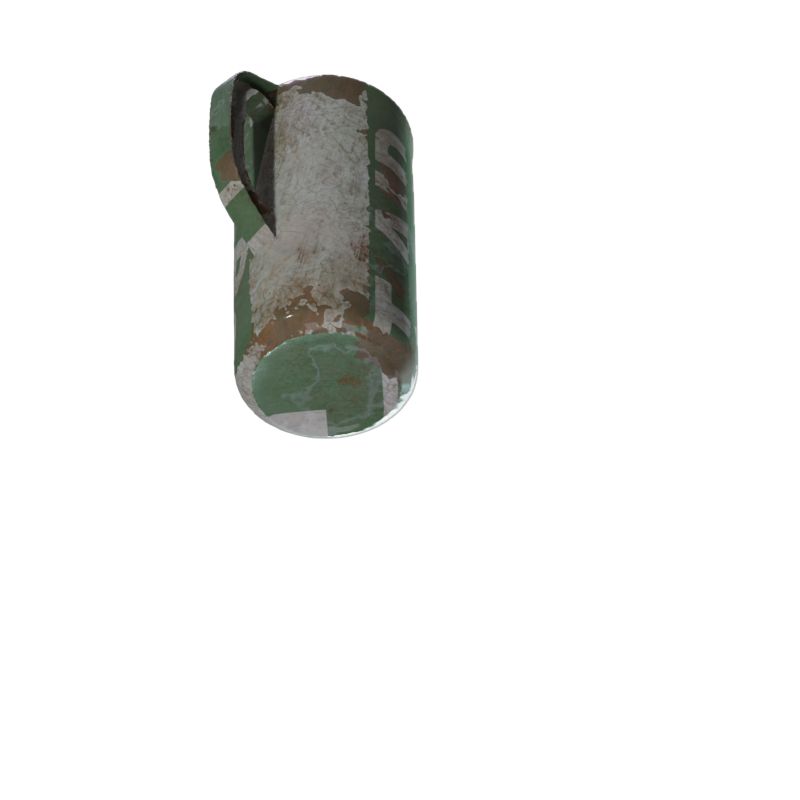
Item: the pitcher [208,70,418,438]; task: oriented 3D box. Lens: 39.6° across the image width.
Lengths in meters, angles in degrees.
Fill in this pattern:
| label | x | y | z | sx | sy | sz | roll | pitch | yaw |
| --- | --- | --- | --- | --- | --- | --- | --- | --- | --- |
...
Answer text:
| label | x | y | z | sx | sy | sz | roll | pitch | yaw |
| --- | --- | --- | --- | --- | --- | --- | --- | --- | --- |
| pitcher | -0.057 | -0.104 | 0.727 | 0.148 | 0.136 | 0.261 | 4 | 43 | -7 |
